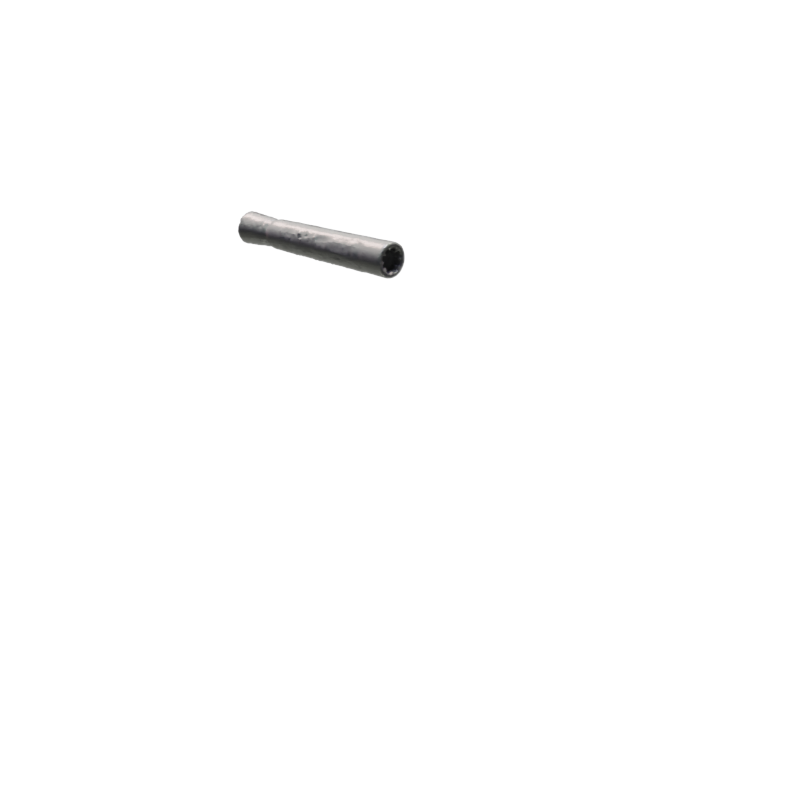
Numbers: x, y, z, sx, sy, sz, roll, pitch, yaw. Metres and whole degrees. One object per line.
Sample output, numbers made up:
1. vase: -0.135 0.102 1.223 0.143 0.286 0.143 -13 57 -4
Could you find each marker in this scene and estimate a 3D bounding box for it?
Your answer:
1. marker: -0.047 -0.086 0.600 0.019 0.019 0.128 -4 17 -43
